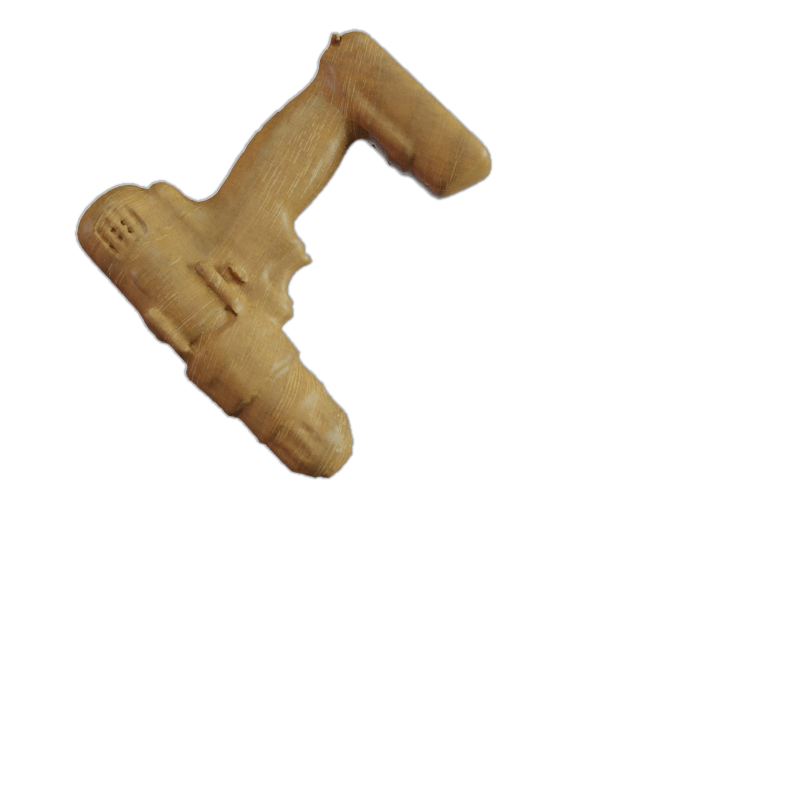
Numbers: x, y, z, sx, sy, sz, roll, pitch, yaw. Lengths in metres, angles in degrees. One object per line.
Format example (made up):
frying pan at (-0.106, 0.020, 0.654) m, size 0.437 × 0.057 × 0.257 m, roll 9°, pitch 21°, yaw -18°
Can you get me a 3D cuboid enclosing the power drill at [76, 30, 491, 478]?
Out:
power drill at (-0.044, -0.081, 0.568) m, size 0.188 × 0.188 × 0.056 m, roll -43°, pitch -6°, yaw -6°
